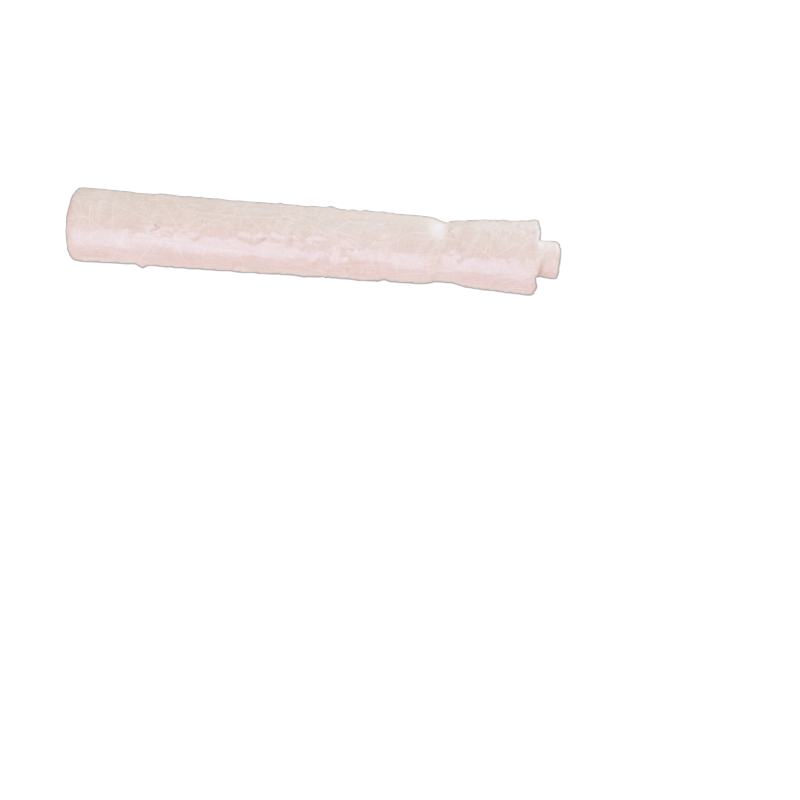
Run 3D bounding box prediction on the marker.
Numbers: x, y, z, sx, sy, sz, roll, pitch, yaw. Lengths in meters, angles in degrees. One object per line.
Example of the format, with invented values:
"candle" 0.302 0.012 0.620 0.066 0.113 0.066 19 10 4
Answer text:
"marker" -0.022 -0.039 0.276 0.122 0.020 0.020 5 4 4
